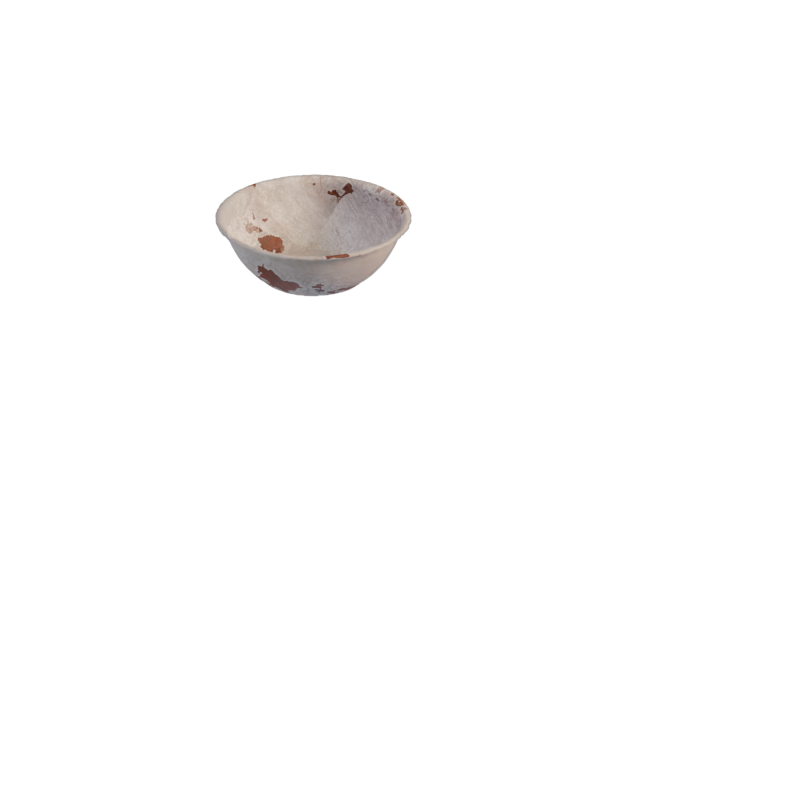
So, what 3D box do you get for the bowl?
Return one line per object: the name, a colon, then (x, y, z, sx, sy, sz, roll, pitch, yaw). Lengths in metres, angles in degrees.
bowl: (-0.072, -0.132, 0.925, 0.162, 0.052, 0.172, -1, 32, -2)
